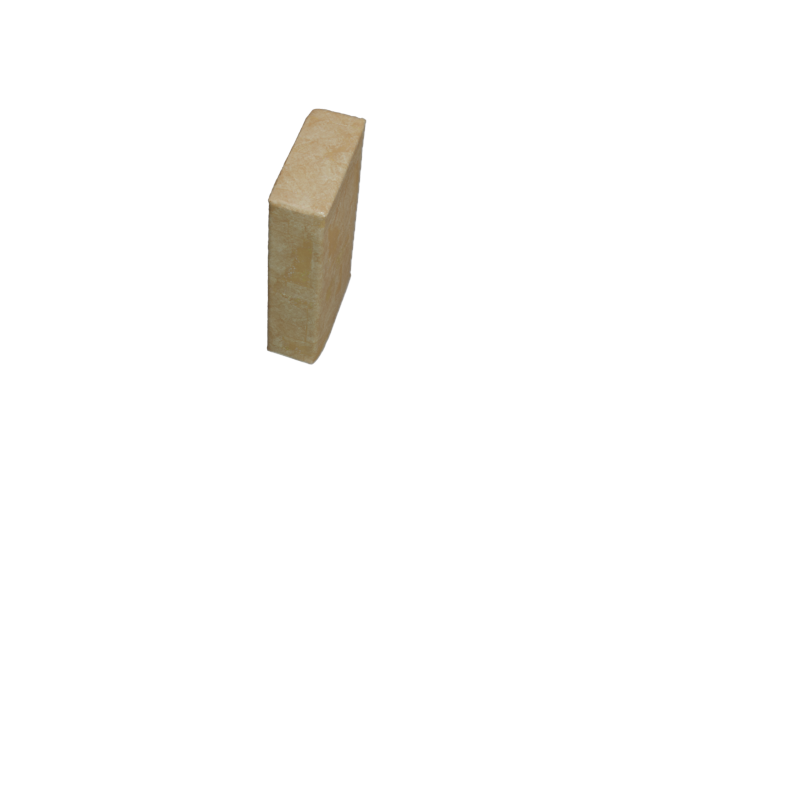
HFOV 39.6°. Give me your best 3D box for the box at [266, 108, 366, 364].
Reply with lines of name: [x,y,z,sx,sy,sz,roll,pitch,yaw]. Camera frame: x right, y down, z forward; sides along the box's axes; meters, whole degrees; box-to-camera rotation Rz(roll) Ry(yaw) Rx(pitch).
box: [-0.061,-0.112,0.782,0.049,0.098,0.165,15,-35,6]
